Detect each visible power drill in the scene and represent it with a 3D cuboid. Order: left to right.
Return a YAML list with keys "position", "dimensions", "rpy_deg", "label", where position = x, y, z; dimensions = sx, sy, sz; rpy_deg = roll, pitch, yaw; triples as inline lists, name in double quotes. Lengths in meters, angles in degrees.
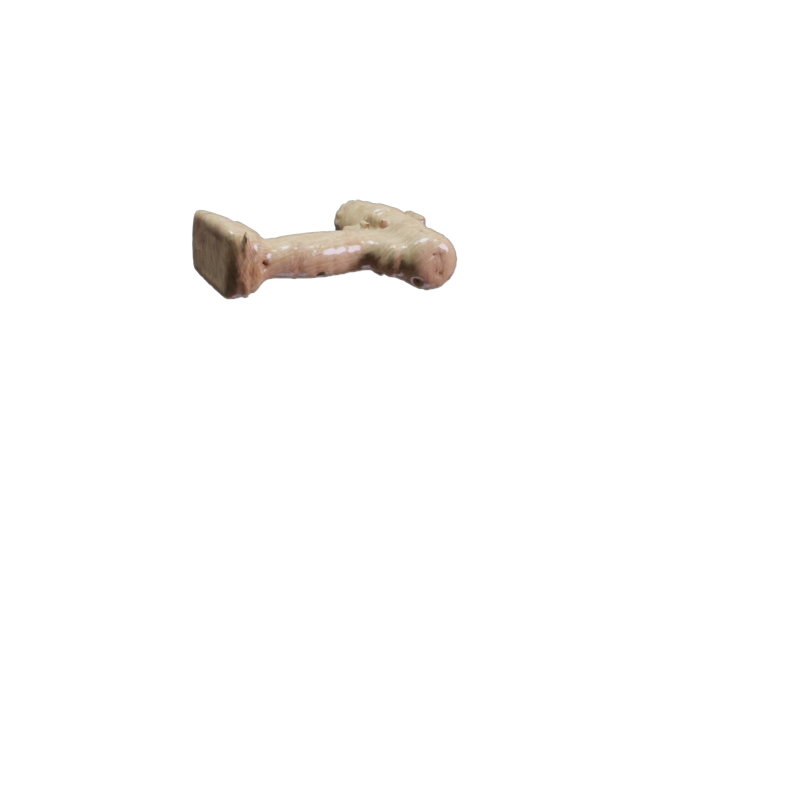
- position: [-0.071, -0.129, 0.906]
  dimensions: [0.184, 0.055, 0.195]
  rpy_deg: [-8, 20, -22]
  label: "power drill"
